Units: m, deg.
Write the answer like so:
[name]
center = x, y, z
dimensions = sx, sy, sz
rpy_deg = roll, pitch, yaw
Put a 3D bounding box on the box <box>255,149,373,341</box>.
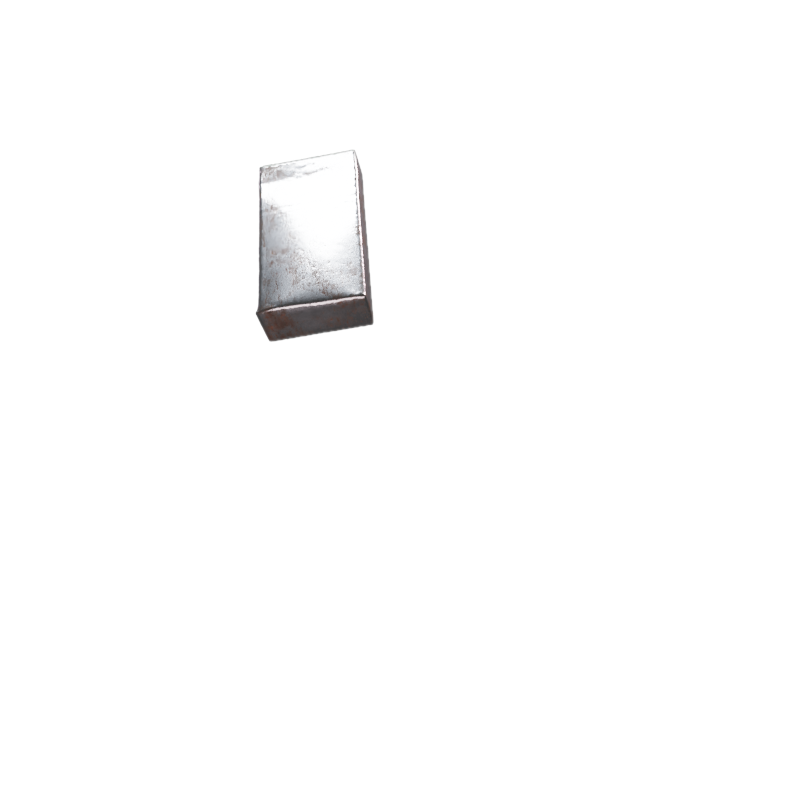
[box]
center = -0.075, -0.138, 0.966
dimensions = 0.094, 0.189, 0.044
rpy_deg = -10, -42, 7
